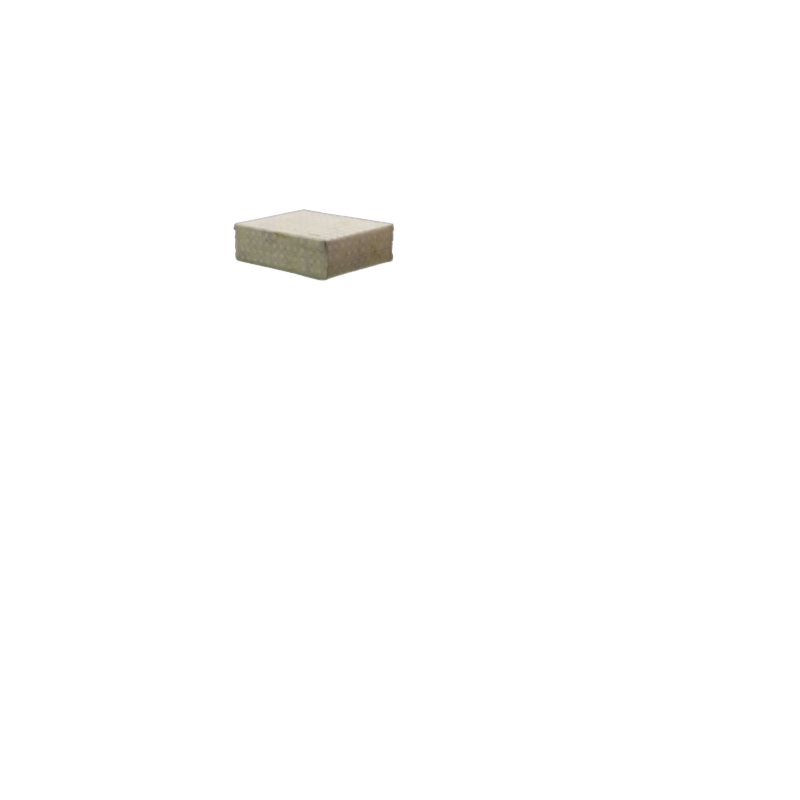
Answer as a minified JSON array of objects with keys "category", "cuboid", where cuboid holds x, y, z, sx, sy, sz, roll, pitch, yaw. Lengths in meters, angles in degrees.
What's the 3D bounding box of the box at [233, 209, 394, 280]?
[{"category":"box","cuboid":[-0.076,-0.138,0.969,0.120,0.037,0.088,18,27,38]}]
